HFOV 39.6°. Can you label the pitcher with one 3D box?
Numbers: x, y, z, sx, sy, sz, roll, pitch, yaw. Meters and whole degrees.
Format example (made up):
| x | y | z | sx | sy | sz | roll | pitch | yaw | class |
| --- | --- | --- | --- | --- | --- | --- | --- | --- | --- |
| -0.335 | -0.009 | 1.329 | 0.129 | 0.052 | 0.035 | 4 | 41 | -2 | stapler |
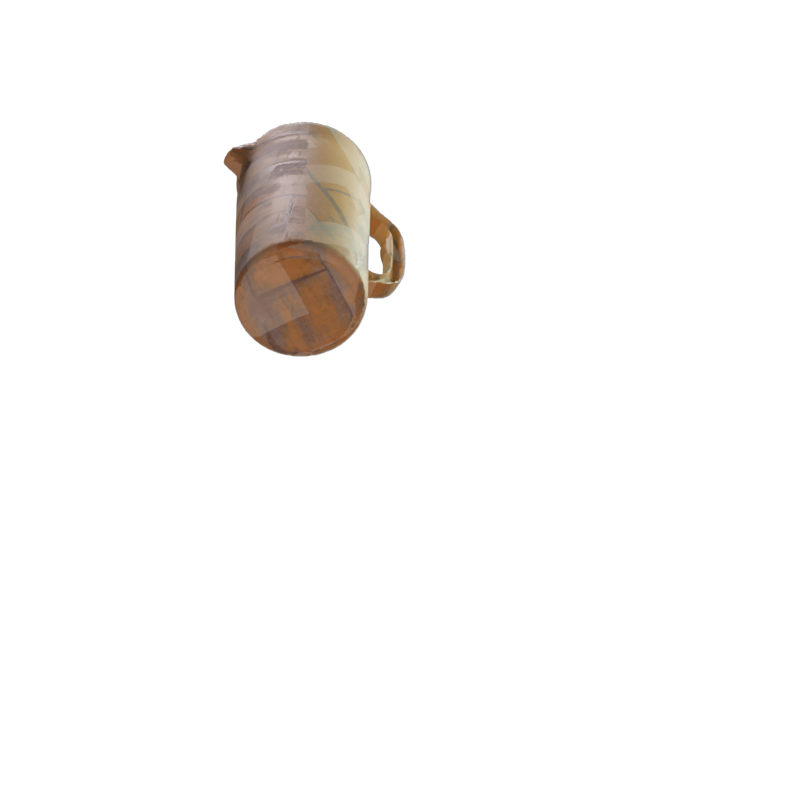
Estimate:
| x | y | z | sx | sy | sz | roll | pitch | yaw | class |
| --- | --- | --- | --- | --- | --- | --- | --- | --- | --- |
| -0.078 | -0.142 | 0.992 | 0.150 | 0.135 | 0.259 | -14 | 32 | 5 | pitcher |
